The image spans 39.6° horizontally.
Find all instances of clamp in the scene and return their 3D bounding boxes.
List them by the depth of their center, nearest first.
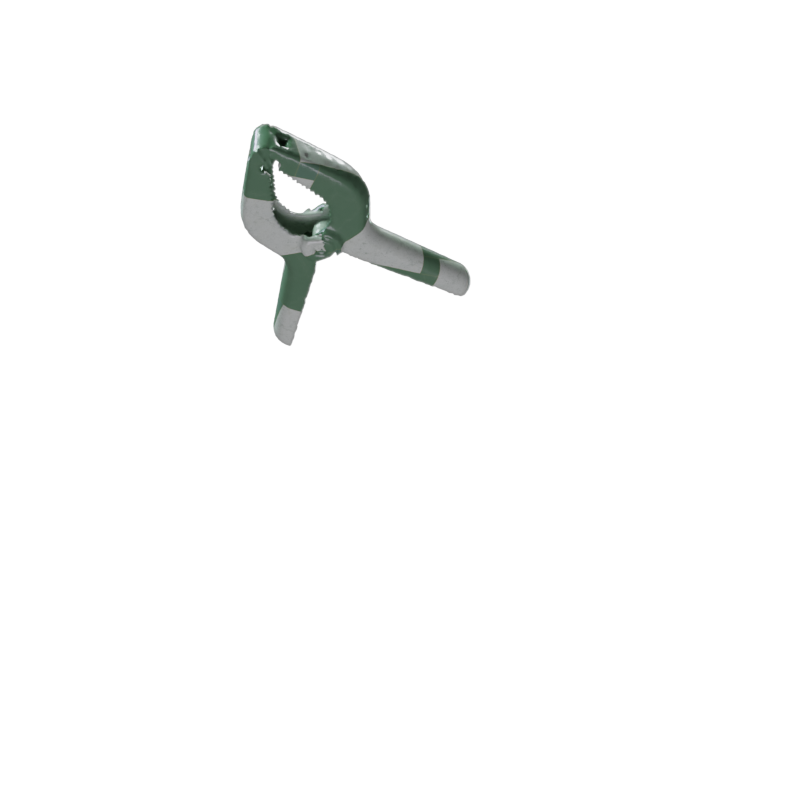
[{"bbox_3d":[-0.065,-0.118,0.824,0.165,0.039,0.194,-21,-45,23],"label":"clamp"}]
